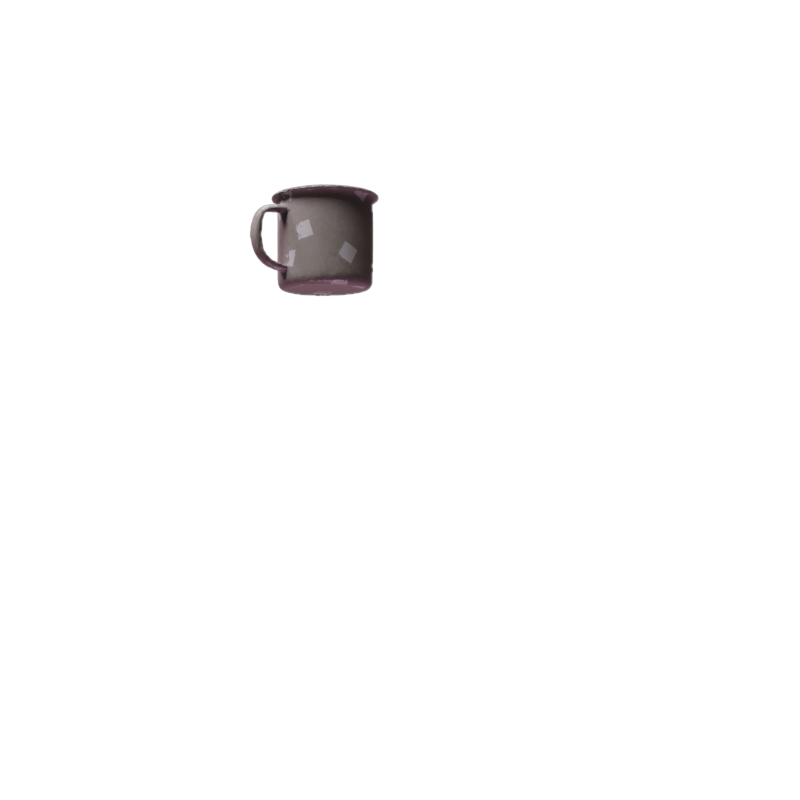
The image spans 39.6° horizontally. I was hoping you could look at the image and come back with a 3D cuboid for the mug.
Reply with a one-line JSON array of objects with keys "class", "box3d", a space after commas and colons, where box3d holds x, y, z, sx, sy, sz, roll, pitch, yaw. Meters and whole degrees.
[{"class": "mug", "box3d": [-0.074, -0.135, 0.945, 0.112, 0.083, 0.095, 4, -8, -35]}]
